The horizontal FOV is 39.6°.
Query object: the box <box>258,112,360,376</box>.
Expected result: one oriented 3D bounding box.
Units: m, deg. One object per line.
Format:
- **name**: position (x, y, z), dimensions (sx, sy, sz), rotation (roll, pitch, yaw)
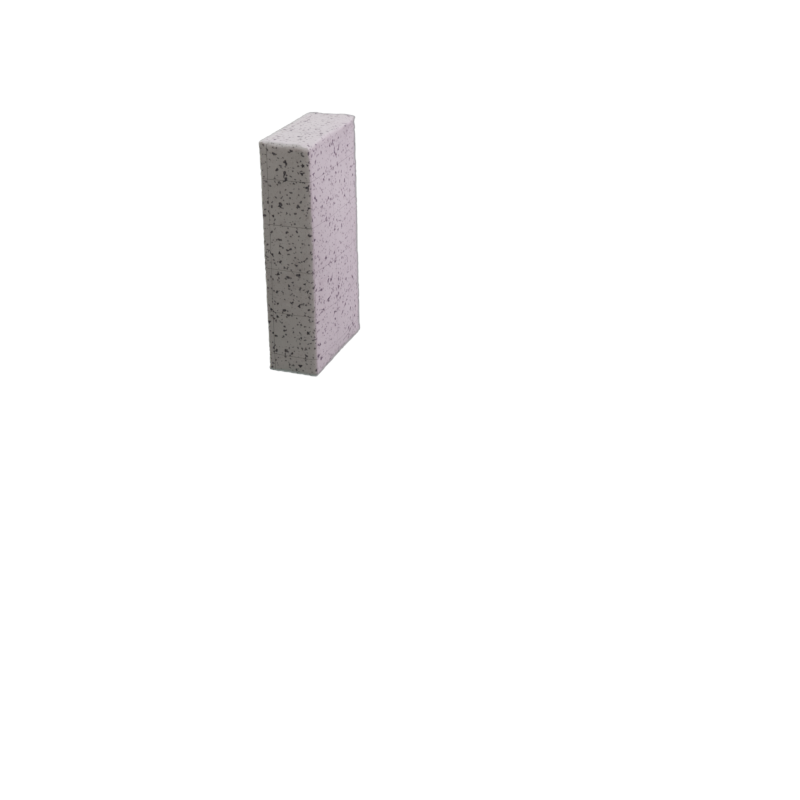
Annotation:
- **box**: position (-0.064, -0.117, 0.823), dimensions (0.049, 0.168, 0.095), rotation (9, 25, 17)
